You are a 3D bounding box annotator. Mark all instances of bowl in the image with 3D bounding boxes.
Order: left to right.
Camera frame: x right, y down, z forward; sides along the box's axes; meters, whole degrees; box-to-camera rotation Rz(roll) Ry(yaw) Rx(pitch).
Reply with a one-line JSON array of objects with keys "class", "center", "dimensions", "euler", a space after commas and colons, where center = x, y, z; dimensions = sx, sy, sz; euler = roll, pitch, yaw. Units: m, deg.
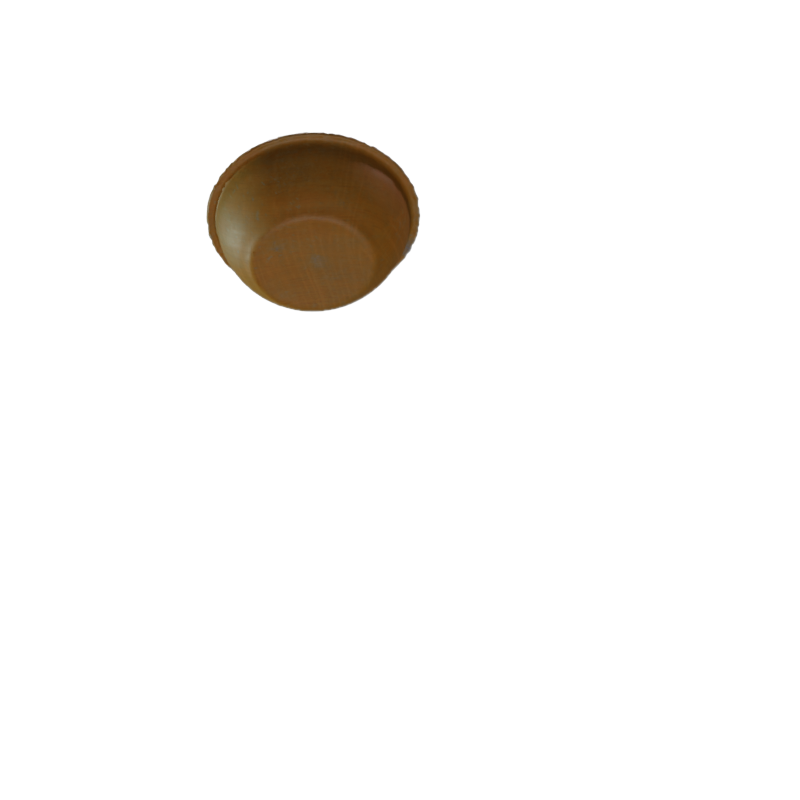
[{"class": "bowl", "center": [-0.064, -0.117, 0.822], "dimensions": [0.162, 0.151, 0.059], "euler": [1, 44, -1]}]
